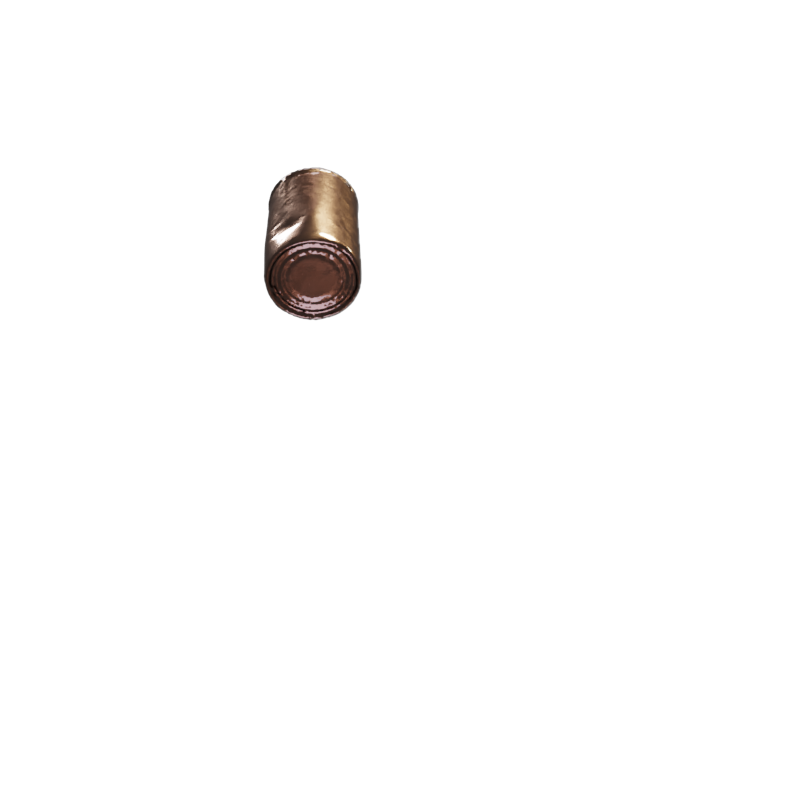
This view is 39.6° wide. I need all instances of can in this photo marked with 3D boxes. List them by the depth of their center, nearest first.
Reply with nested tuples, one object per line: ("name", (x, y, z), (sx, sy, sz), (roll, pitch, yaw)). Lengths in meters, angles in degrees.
("can", (-0.062, -0.113, 0.790), (0.068, 0.064, 0.109), (-1, 36, -3))
